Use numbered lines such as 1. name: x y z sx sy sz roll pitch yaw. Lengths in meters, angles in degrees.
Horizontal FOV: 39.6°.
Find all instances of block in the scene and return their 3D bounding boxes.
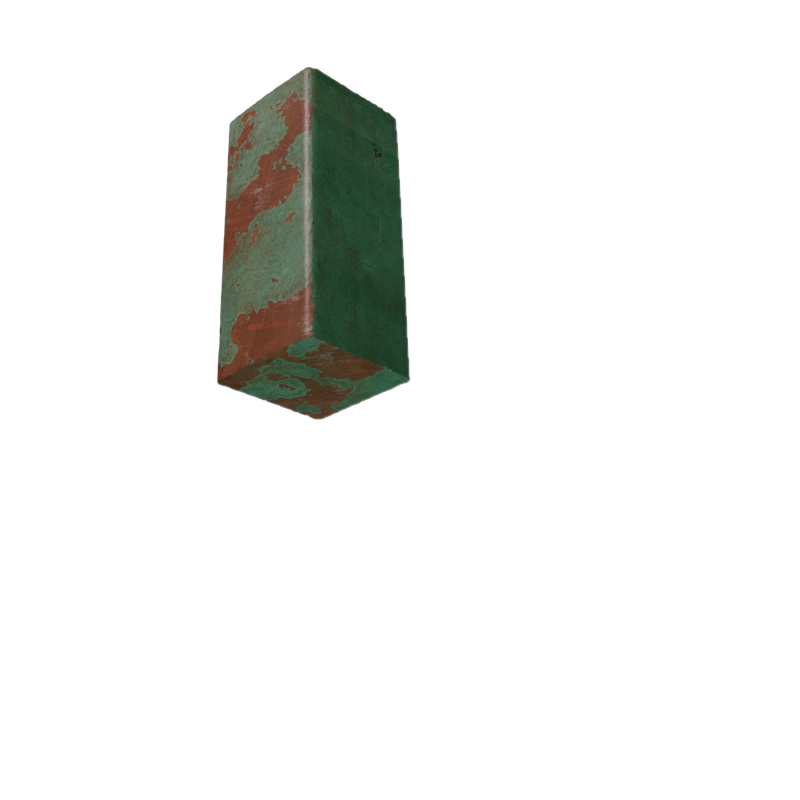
1. block: -0.058 -0.107 0.746 0.085 0.220 0.090 25 -39 -39
